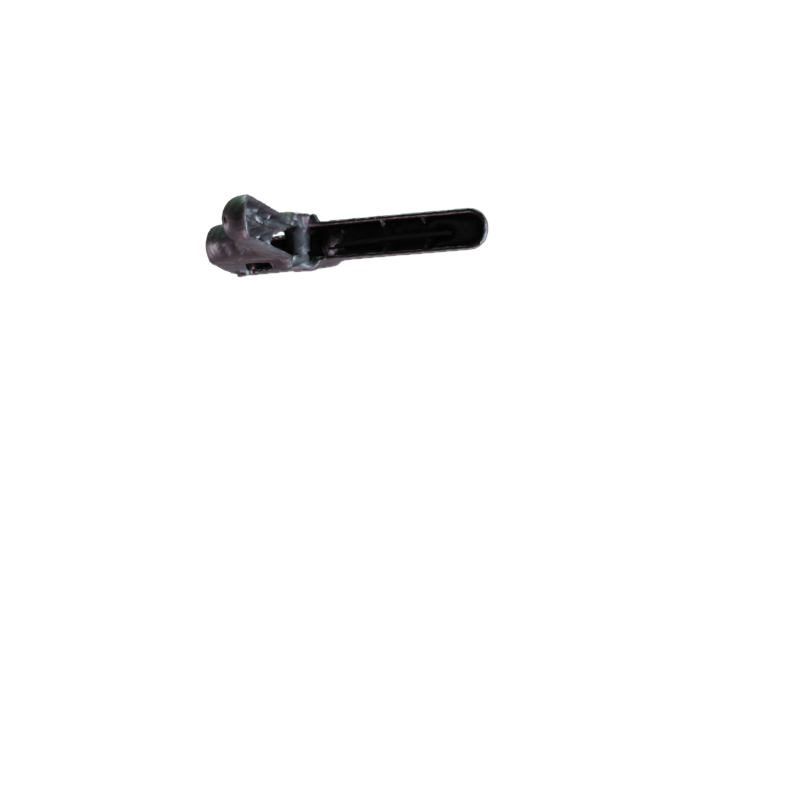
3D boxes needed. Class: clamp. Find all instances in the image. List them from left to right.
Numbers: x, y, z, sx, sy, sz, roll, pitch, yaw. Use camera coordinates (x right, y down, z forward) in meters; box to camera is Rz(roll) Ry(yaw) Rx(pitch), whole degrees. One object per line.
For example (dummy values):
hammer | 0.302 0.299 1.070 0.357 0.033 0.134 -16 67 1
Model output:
clamp | -0.055 -0.100 0.704 0.160 0.037 0.214 0 1 -22
